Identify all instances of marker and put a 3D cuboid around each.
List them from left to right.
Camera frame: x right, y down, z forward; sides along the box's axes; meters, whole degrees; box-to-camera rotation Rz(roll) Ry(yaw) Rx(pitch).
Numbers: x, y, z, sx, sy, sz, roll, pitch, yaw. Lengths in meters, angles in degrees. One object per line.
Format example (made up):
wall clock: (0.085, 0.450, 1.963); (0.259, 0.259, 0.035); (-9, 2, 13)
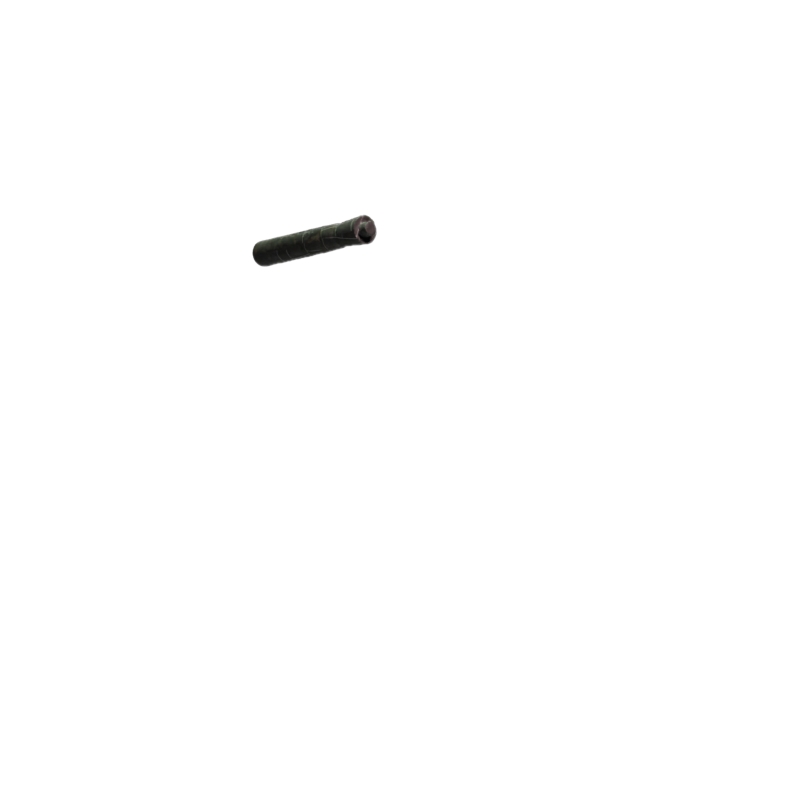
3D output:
marker: (-0.058, -0.105, 0.739); (0.019, 0.020, 0.124); (-3, 0, -40)
